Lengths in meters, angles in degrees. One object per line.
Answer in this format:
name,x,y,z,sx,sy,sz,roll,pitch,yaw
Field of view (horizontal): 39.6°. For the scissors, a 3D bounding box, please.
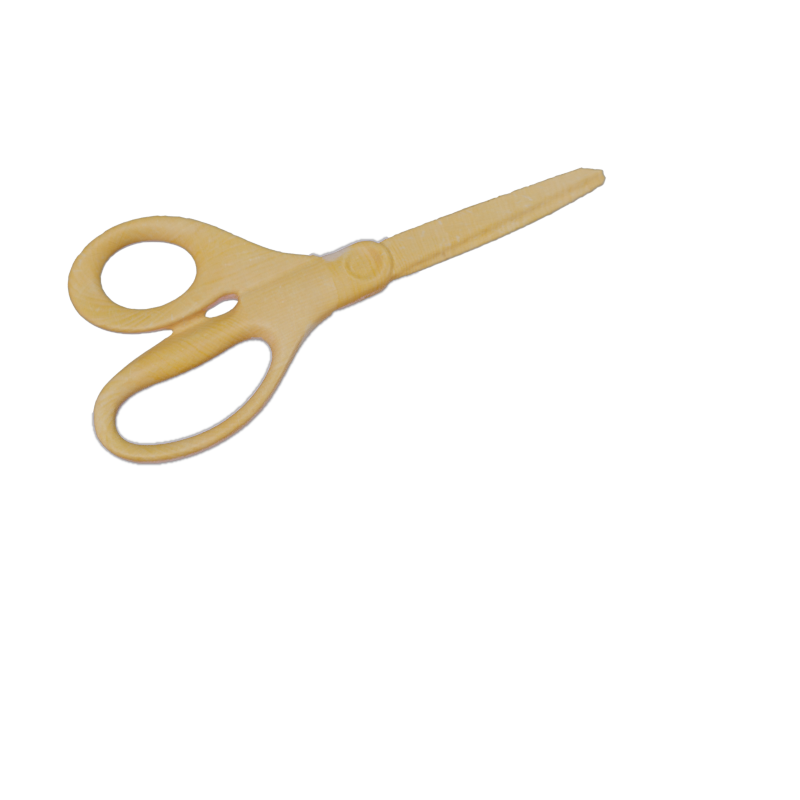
scissors,-0.031,-0.057,0.398,0.203,0.101,0.015,-38,-17,-14
